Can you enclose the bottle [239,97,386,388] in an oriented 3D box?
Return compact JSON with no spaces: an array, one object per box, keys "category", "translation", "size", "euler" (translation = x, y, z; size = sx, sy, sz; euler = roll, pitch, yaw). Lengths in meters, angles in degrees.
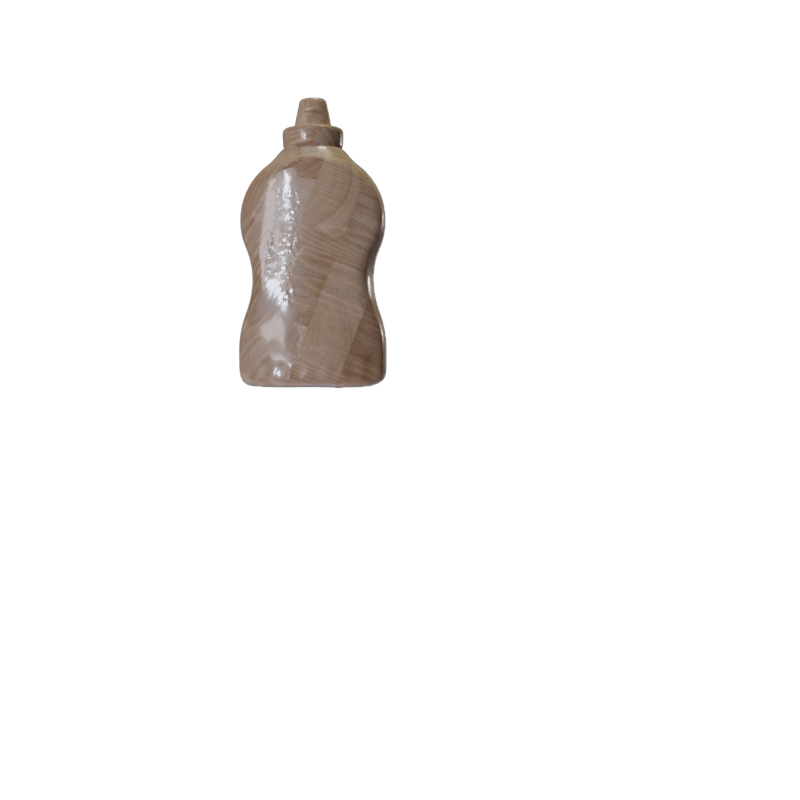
[{"category":"bottle","translation":[-0.058,-0.105,0.738],"size":[0.097,0.194,0.057],"euler":[-1,-5,8]}]
